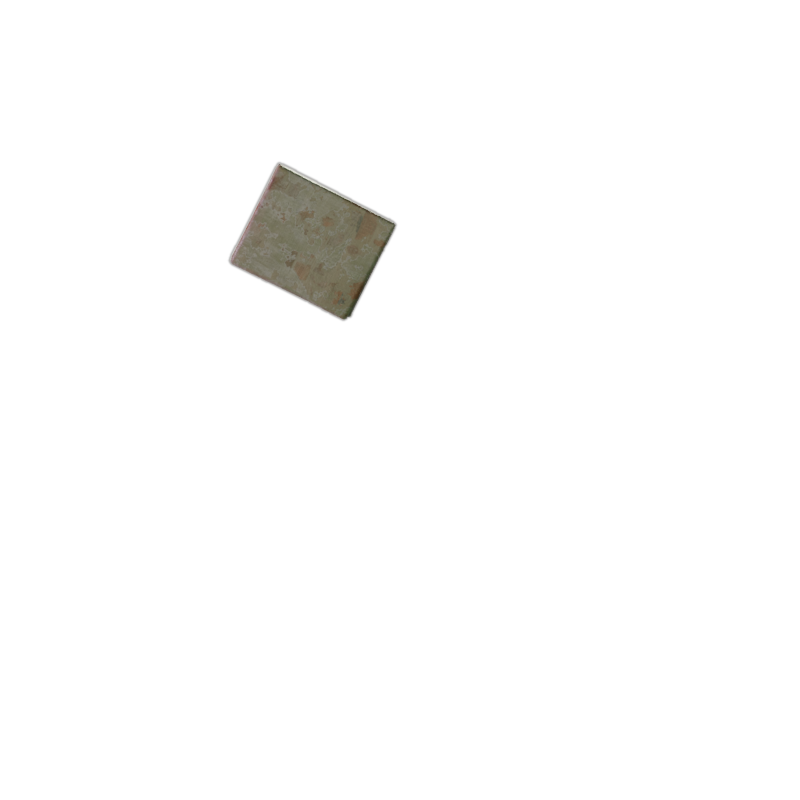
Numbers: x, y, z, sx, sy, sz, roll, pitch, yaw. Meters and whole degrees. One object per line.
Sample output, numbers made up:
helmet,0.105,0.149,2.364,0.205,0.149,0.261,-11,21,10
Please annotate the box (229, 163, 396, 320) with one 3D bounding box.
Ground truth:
box,-0.058,-0.105,0.737,0.089,0.072,0.031,27,6,-3
